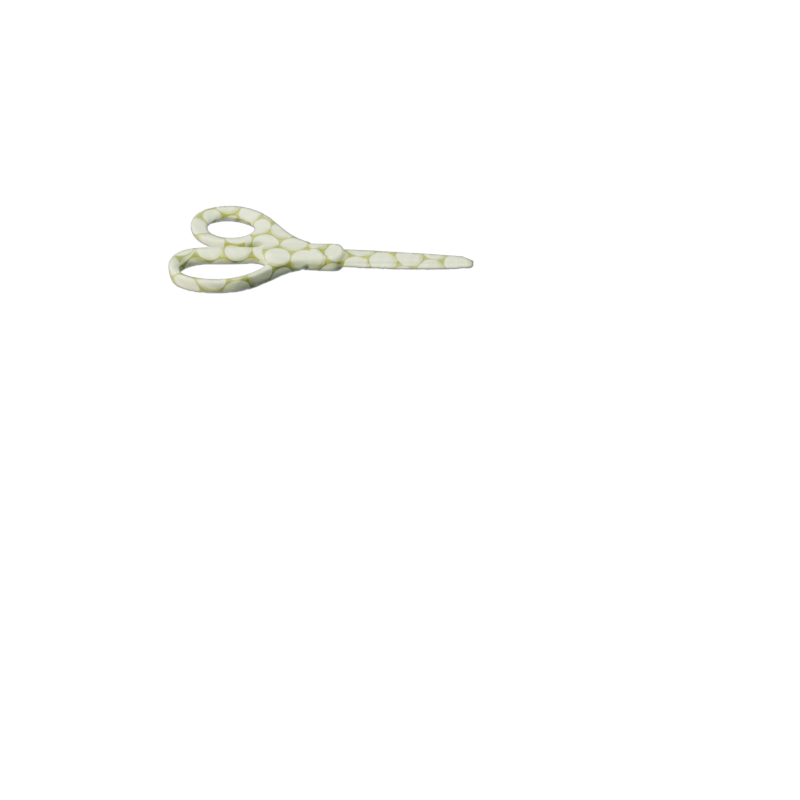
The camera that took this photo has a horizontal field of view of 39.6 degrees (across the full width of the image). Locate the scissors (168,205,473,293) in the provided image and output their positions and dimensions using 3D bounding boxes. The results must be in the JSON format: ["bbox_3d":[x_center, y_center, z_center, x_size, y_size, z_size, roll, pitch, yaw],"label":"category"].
[{"bbox_3d":[-0.060,-0.109,0.765,0.200,0.015,0.104,-8,42,-9],"label":"scissors"}]
